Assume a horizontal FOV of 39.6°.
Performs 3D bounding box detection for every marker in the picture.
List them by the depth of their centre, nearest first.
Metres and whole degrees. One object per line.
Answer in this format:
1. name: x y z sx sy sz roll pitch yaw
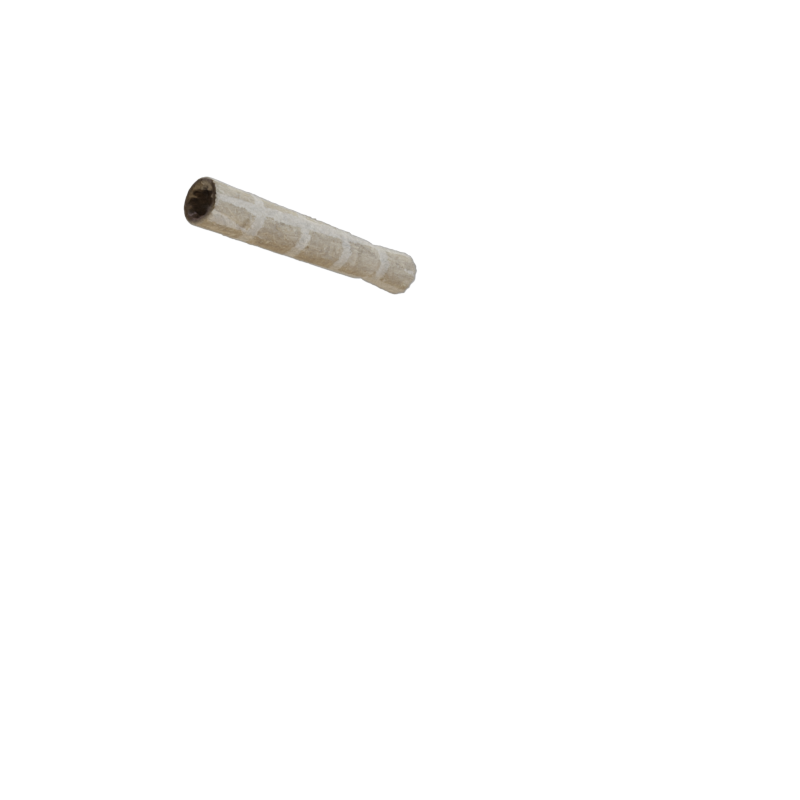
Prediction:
1. marker: -0.035 -0.064 0.445 0.021 0.020 0.114 4 -7 44
